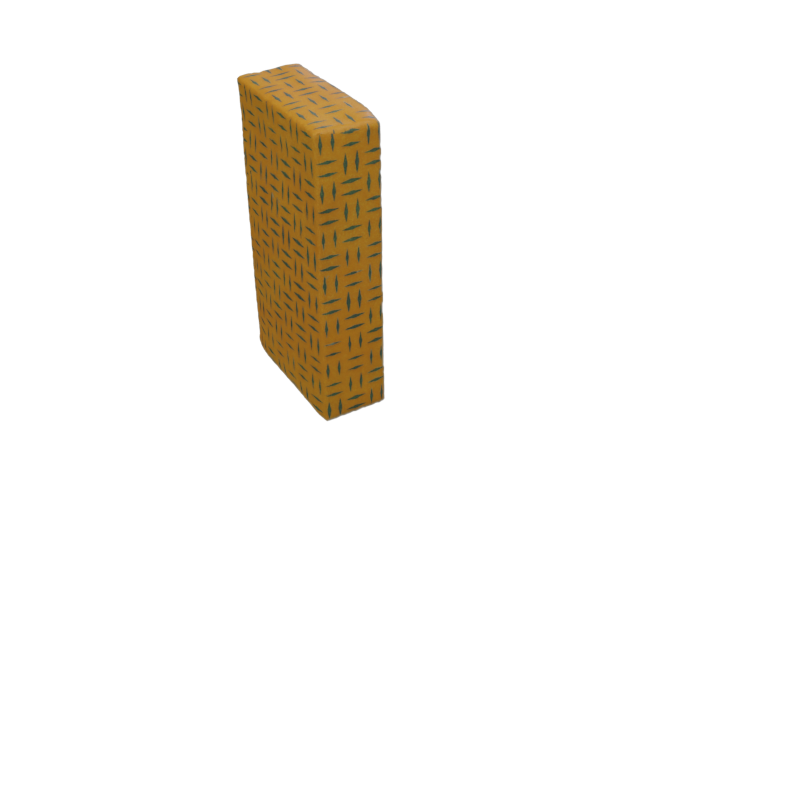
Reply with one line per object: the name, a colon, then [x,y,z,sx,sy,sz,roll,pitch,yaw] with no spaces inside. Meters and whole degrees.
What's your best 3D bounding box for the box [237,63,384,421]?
box: [-0.048,-0.088,0.614,0.047,0.166,0.101,-15,36,-26]
